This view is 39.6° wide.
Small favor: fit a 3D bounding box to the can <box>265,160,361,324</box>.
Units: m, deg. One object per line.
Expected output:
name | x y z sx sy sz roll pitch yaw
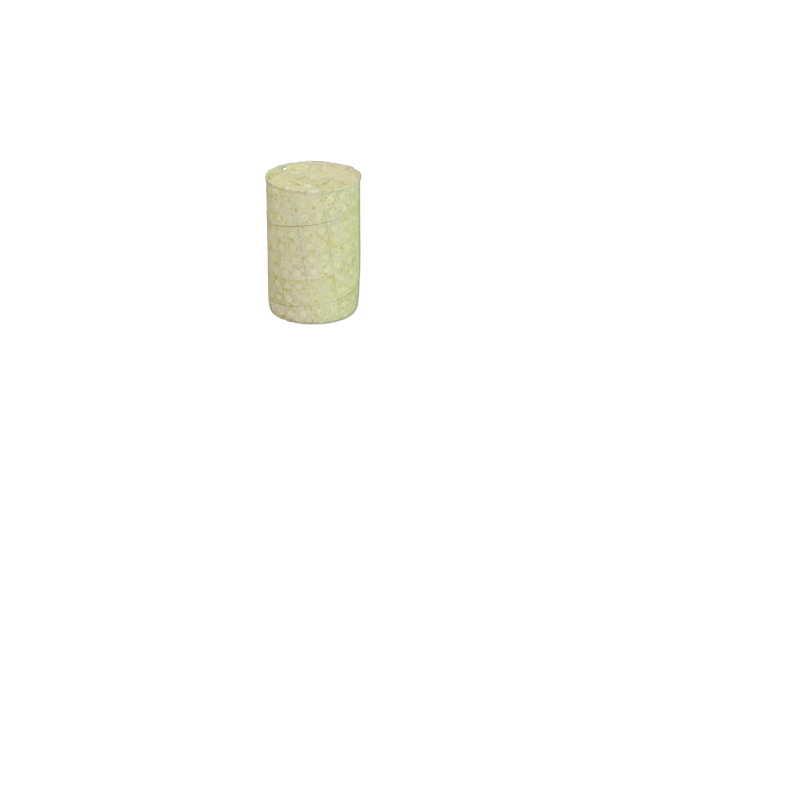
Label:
can | -0.063 -0.114 0.798 0.068 0.097 0.072 0 24 -2
